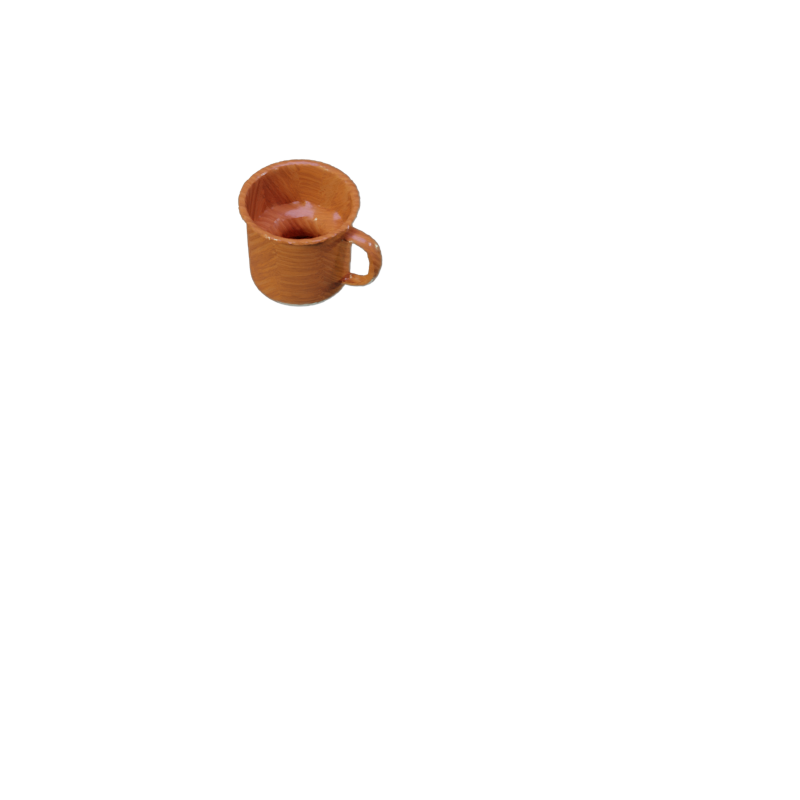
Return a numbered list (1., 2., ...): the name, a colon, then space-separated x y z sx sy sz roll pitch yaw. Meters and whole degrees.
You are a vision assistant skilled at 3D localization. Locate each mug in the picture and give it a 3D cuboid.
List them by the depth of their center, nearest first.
1. mug: -0.068 -0.123 0.863 0.121 0.097 0.076 21 -38 16
